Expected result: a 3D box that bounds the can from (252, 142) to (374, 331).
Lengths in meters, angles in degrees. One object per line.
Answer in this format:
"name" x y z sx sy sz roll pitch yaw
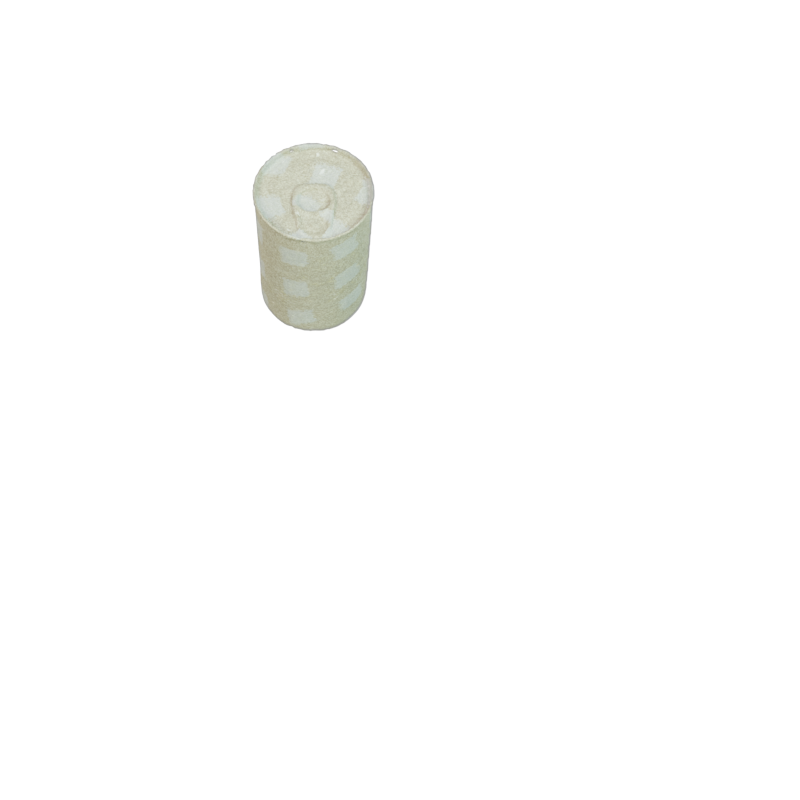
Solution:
"can" -0.051 -0.094 0.657 0.068 0.073 0.096 0 -30 -3
